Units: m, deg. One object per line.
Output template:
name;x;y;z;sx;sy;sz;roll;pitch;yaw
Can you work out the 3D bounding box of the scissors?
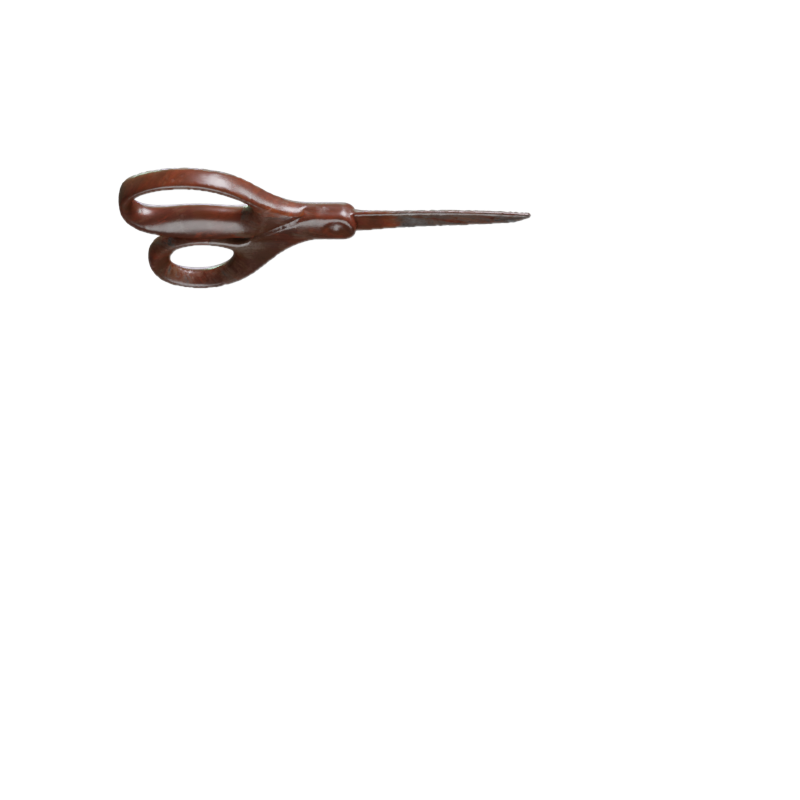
scissors;-0.045;-0.081;0.570;0.198;0.017;0.092;7;-31;-12
